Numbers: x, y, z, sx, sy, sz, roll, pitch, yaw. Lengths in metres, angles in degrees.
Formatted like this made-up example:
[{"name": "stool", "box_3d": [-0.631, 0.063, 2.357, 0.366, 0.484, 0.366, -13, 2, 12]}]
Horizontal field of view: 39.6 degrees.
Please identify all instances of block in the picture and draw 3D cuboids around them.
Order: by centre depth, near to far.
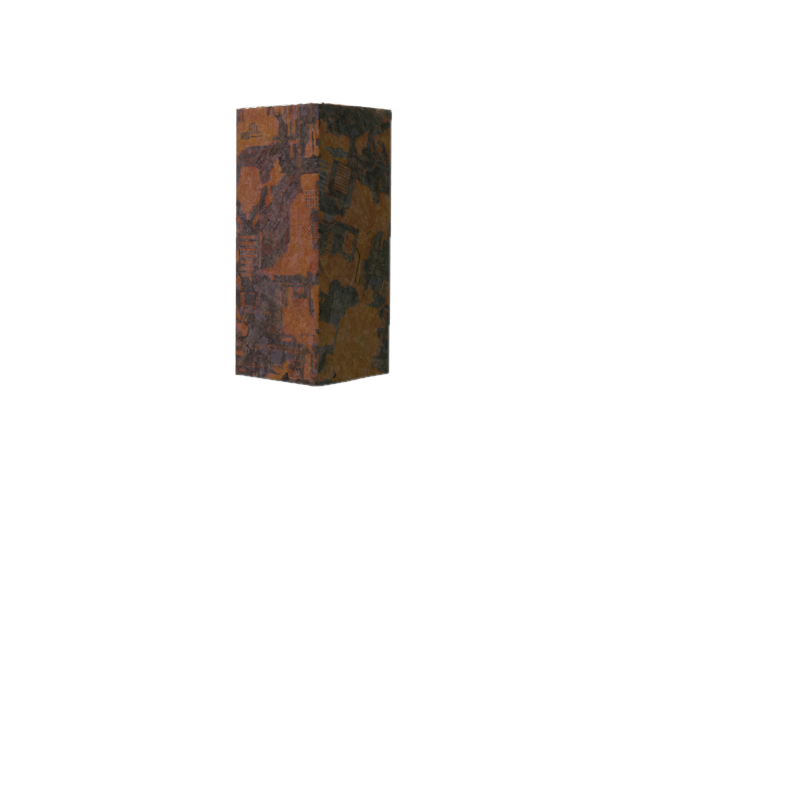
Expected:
[{"name": "block", "box_3d": [-0.067, -0.123, 0.858, 0.094, 0.205, 0.087, 3, 4, 40]}]
